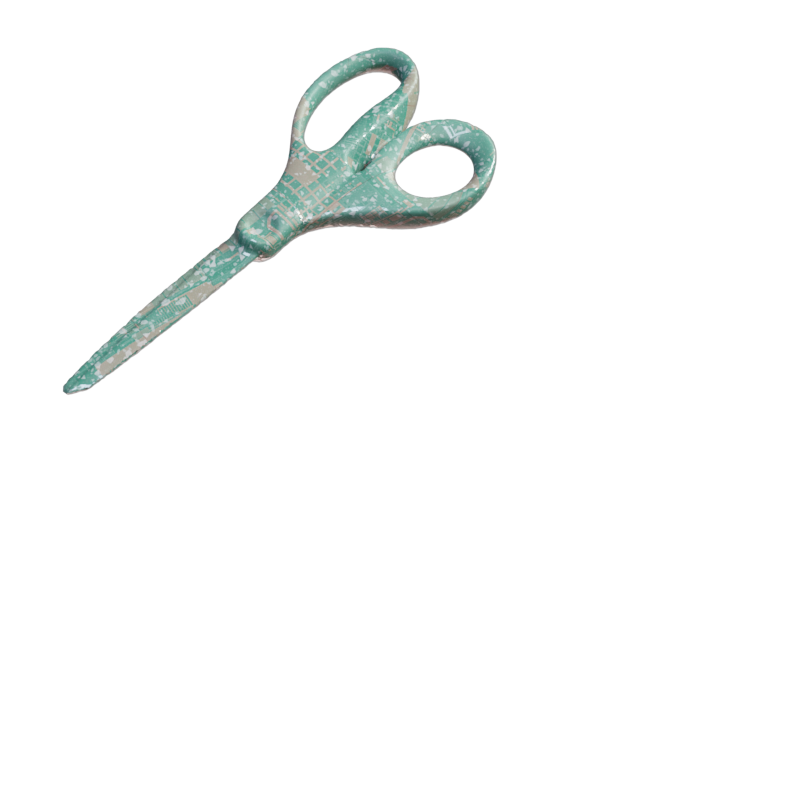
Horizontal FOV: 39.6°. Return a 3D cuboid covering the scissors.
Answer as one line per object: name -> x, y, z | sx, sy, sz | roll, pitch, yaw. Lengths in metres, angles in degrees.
scissors -> -0.034, -0.062, 0.434 | 0.099, 0.208, 0.015 | 24, -27, 13
